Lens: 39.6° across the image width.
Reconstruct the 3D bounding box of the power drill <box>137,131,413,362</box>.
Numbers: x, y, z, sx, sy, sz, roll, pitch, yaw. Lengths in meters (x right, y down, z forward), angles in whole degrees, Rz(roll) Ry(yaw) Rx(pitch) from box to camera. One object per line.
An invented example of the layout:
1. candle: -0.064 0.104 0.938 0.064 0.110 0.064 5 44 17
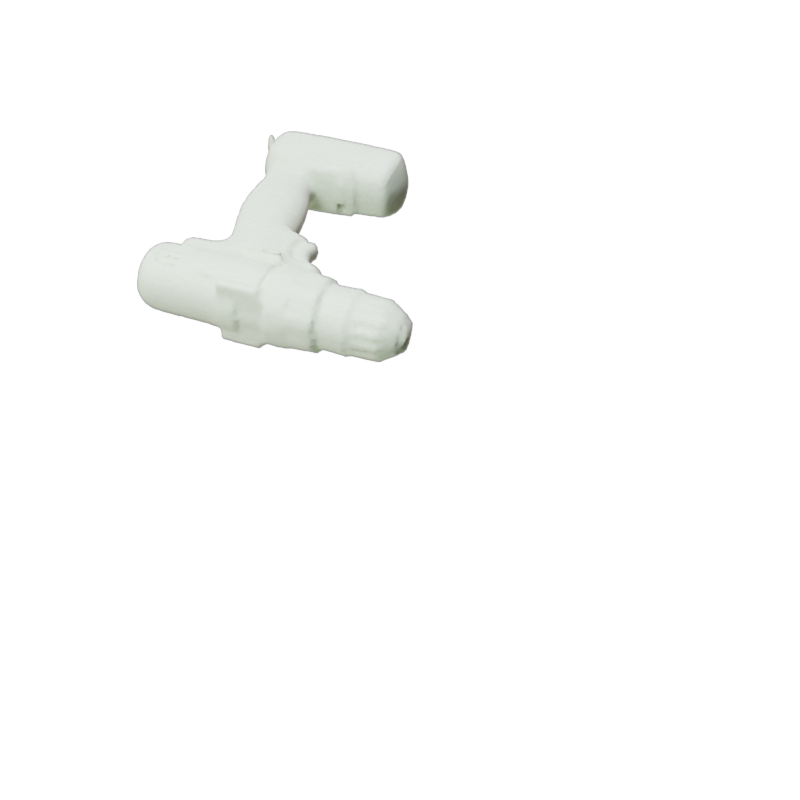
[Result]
1. power drill: -0.059 -0.107 0.750 0.190 0.053 0.195 14 43 16
